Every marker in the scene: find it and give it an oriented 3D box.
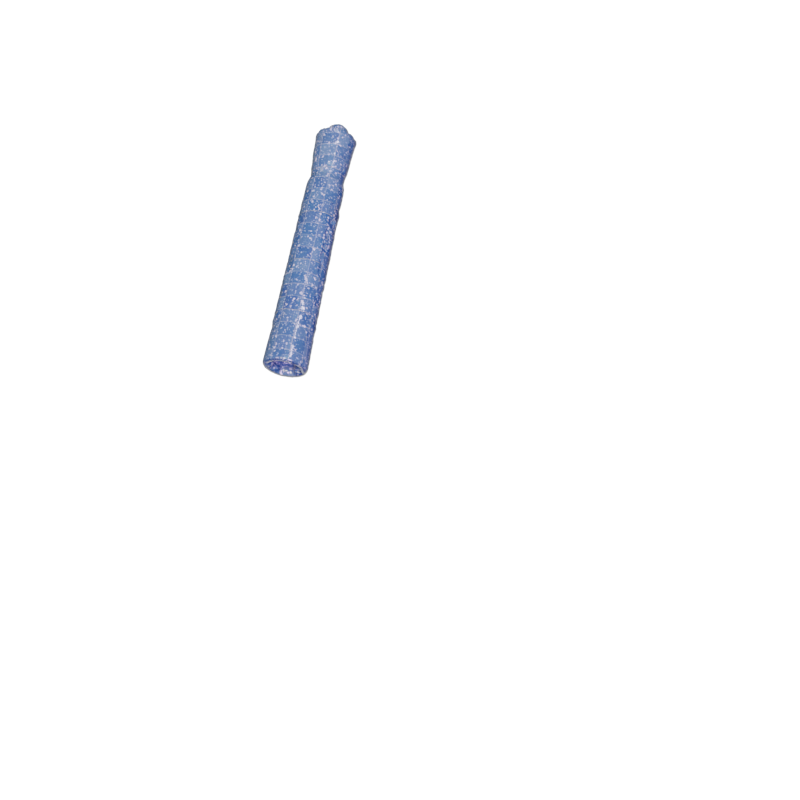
[{"bbox_3d":[-0.038,-0.069,0.480,0.020,0.127,0.019,9,-27,2],"label":"marker"}]
